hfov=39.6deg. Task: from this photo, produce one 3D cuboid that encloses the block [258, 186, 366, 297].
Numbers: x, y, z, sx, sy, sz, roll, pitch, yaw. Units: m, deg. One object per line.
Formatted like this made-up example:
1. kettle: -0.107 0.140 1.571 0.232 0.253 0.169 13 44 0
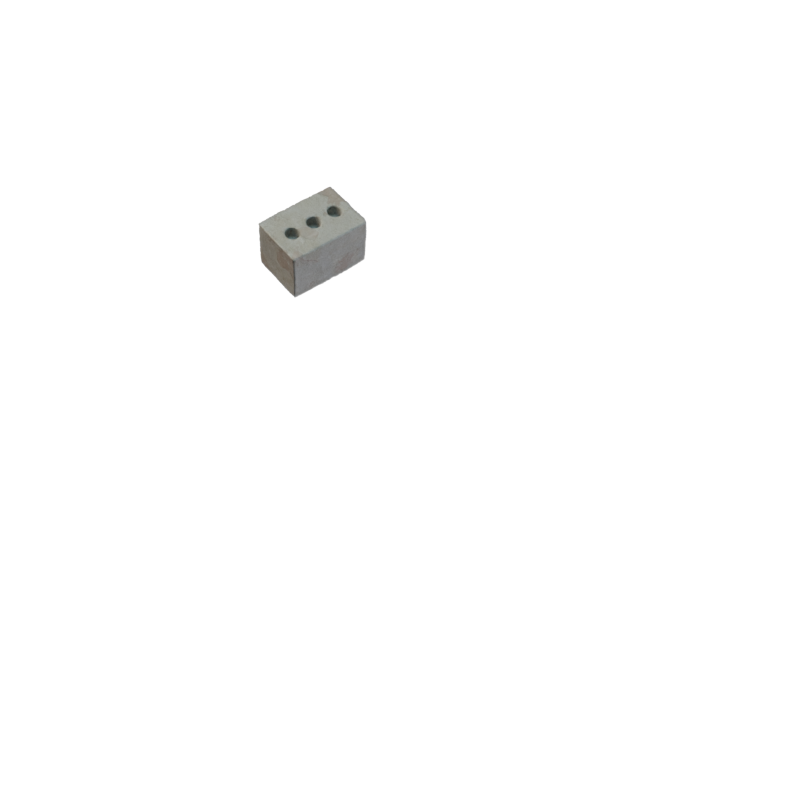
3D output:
1. block: -0.074 -0.135 0.946 0.078 0.056 0.048 -31 -31 -23
